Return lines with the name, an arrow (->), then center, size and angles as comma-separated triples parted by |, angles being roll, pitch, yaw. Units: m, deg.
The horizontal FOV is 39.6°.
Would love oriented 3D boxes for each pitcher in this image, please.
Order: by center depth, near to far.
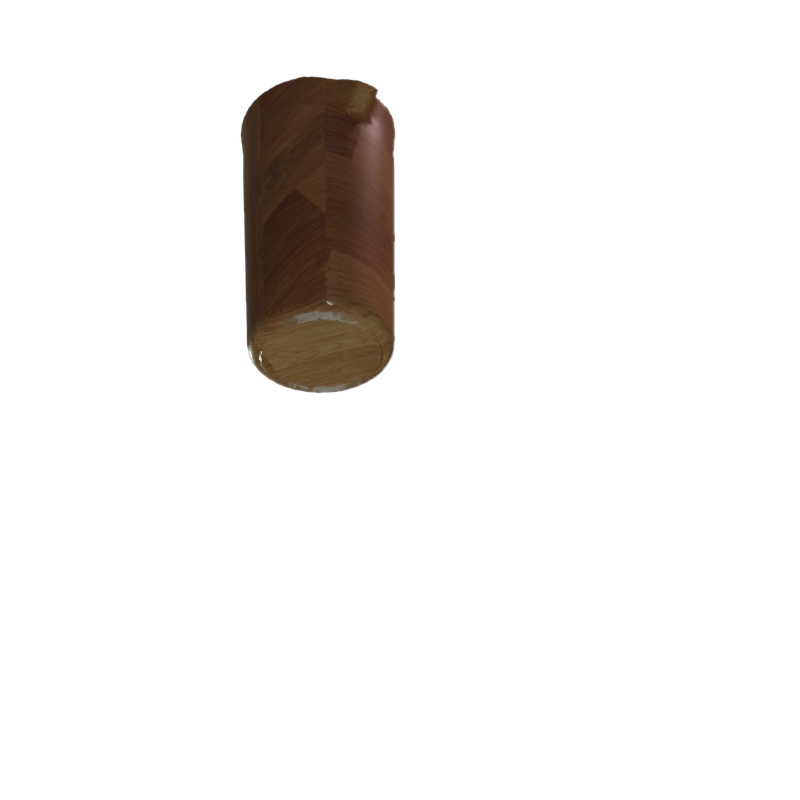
pitcher -> -0.069, -0.126, 0.886 | 0.146, 0.261, 0.138 | -9, -39, 8
